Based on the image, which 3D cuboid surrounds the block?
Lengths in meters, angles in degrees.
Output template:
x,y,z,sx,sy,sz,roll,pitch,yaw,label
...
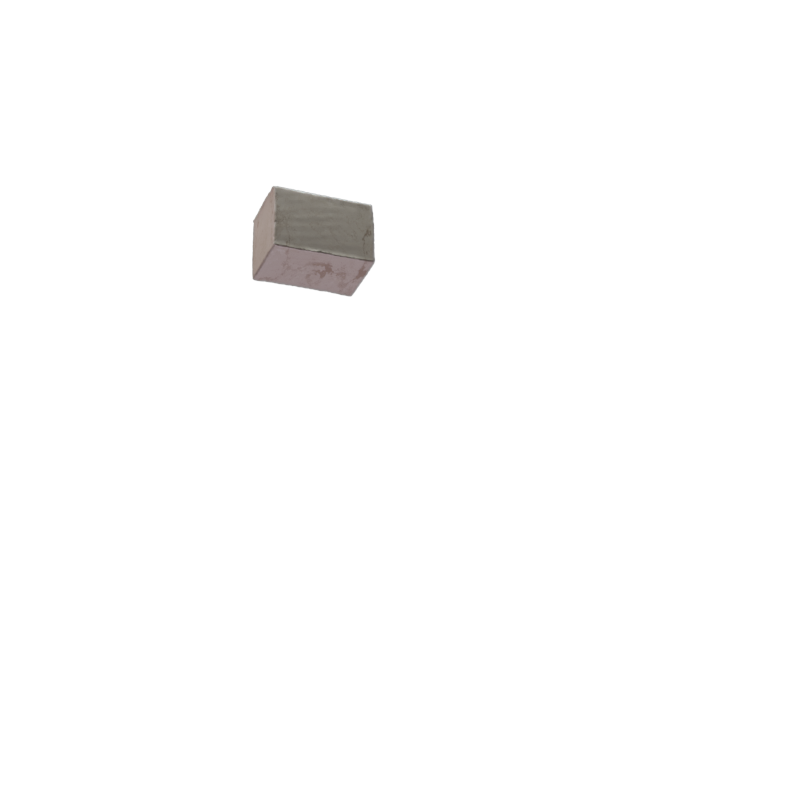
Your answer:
x,y,z,sx,sy,sz,roll,pitch,yaw,label
-0.063,-0.114,0.800,0.076,0.055,0.051,9,-30,-19,block
